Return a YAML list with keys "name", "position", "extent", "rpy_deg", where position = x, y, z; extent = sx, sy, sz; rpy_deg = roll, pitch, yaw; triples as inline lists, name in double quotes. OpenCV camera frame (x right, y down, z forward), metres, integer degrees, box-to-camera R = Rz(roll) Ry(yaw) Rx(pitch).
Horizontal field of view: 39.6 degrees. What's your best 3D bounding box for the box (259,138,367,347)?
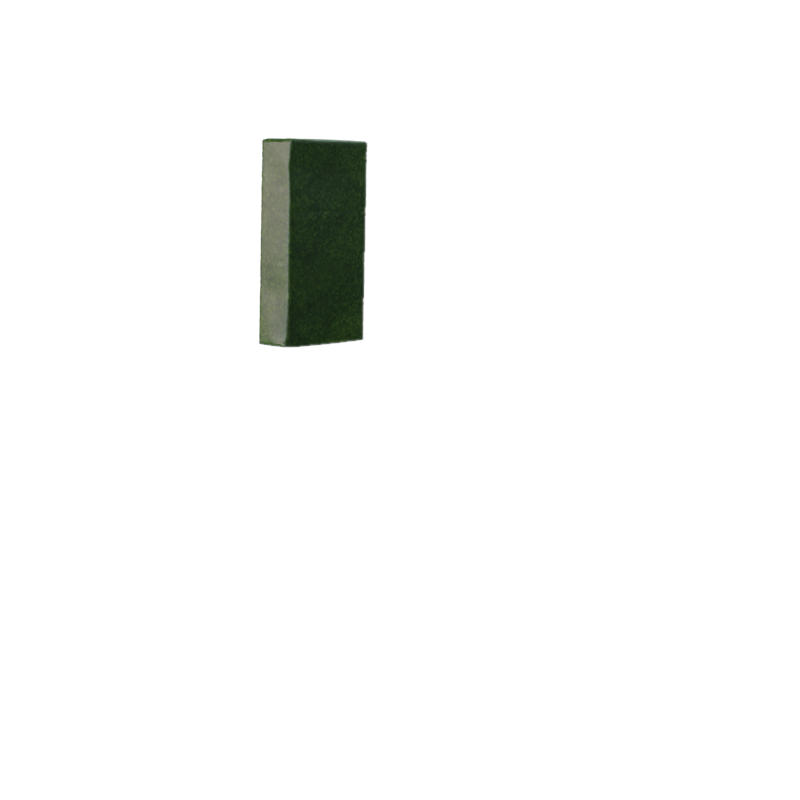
- name: "box"
  position: [-0.075, -0.137, 0.957]
  extent: [0.050, 0.175, 0.090]
  rpy_deg: [3, 4, 44]
